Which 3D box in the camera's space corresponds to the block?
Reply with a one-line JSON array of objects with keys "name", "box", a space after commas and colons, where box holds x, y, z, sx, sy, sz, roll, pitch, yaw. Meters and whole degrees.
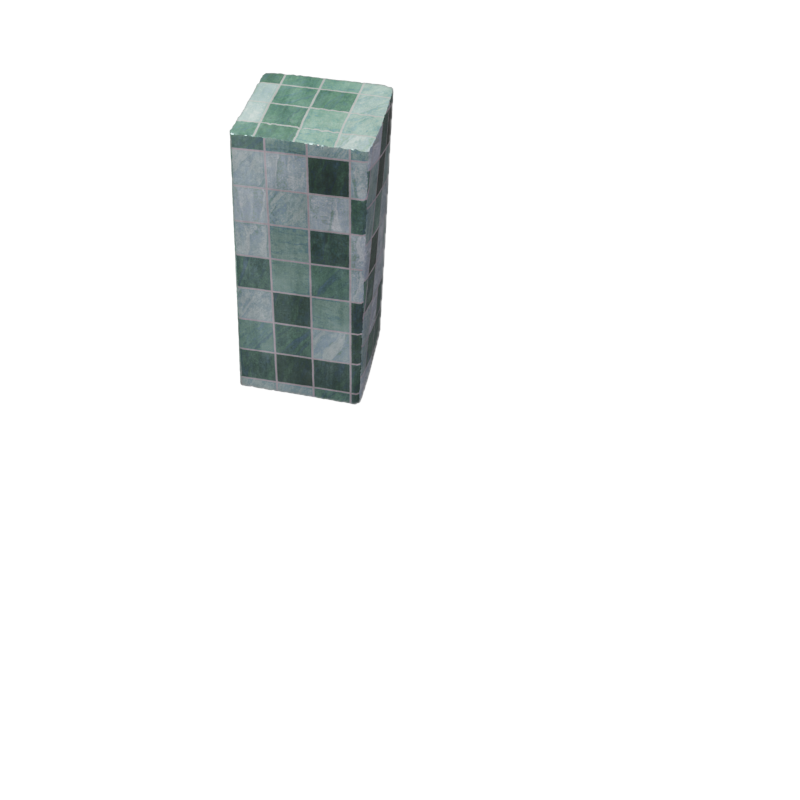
[{"name": "block", "box": [-0.059, -0.109, 0.762, 0.092, 0.193, 0.095, 9, 39, 7]}]
